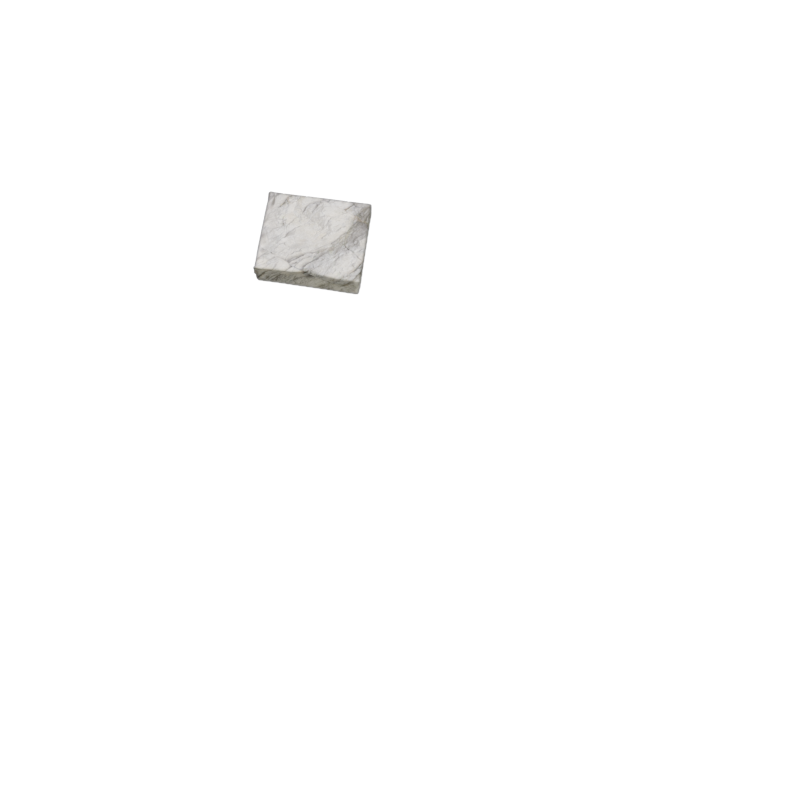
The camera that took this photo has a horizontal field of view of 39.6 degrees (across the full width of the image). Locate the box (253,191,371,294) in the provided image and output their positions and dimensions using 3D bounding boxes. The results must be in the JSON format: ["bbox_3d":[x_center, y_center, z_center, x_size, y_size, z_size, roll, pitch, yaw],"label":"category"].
[{"bbox_3d":[-0.073,-0.132,0.927,0.090,0.077,0.029,8,-24,3],"label":"box"}]
